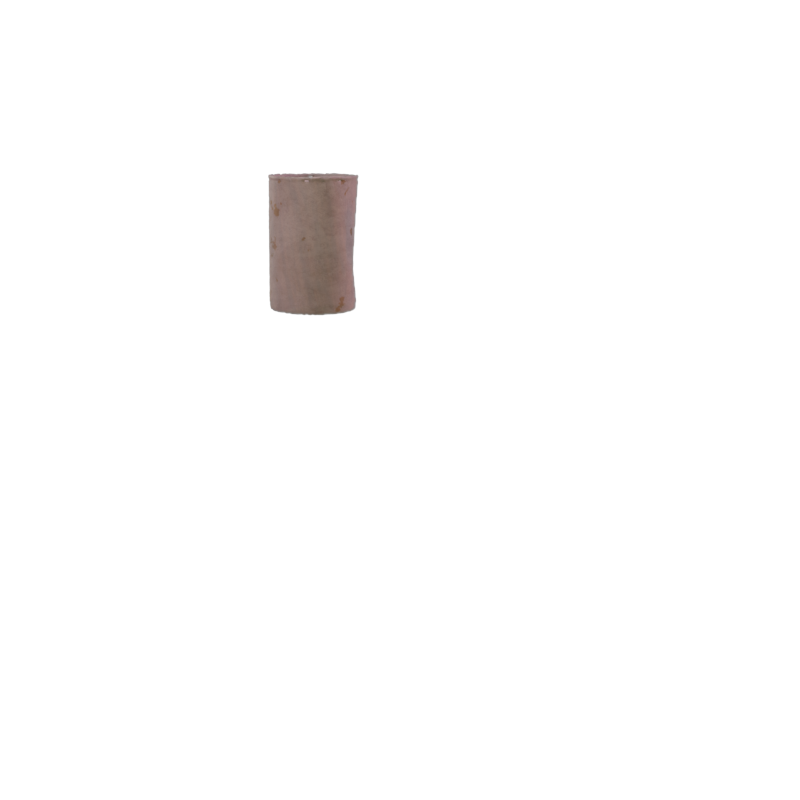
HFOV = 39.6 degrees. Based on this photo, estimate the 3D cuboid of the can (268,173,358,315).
[{"bbox_3d":[-0.066,-0.120,0.841,0.068,0.100,0.070,0,9,-2],"label":"can"}]
